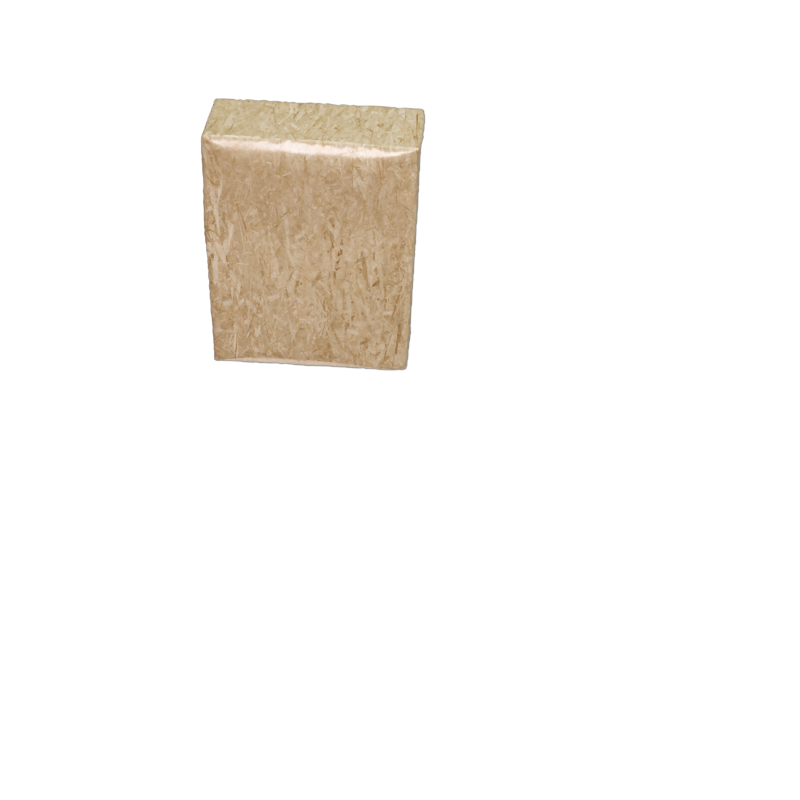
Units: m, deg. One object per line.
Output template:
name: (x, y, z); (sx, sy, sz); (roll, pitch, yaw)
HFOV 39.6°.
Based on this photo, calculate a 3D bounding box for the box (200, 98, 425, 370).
box: (-0.069, -0.125, 0.878); (0.165, 0.200, 0.076); (5, 37, 3)
